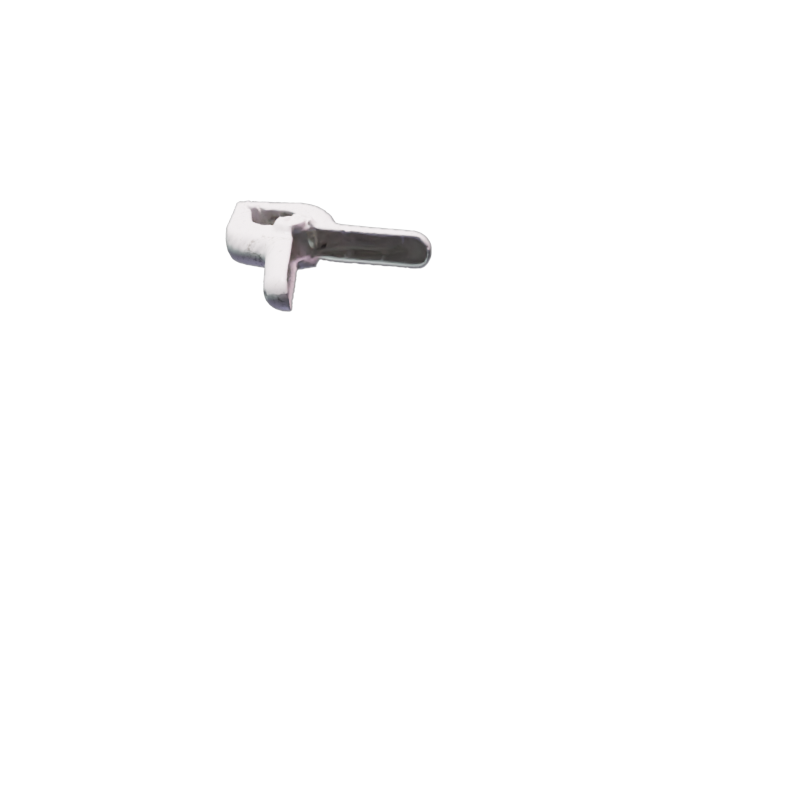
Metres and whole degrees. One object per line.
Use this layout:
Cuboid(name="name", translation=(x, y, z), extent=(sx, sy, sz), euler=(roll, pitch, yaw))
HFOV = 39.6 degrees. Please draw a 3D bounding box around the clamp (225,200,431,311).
Cuboid(name="clamp", translation=(-0.060, -0.110, 0.768), extent=(0.118, 0.037, 0.184), euler=(-11, 28, -21))
